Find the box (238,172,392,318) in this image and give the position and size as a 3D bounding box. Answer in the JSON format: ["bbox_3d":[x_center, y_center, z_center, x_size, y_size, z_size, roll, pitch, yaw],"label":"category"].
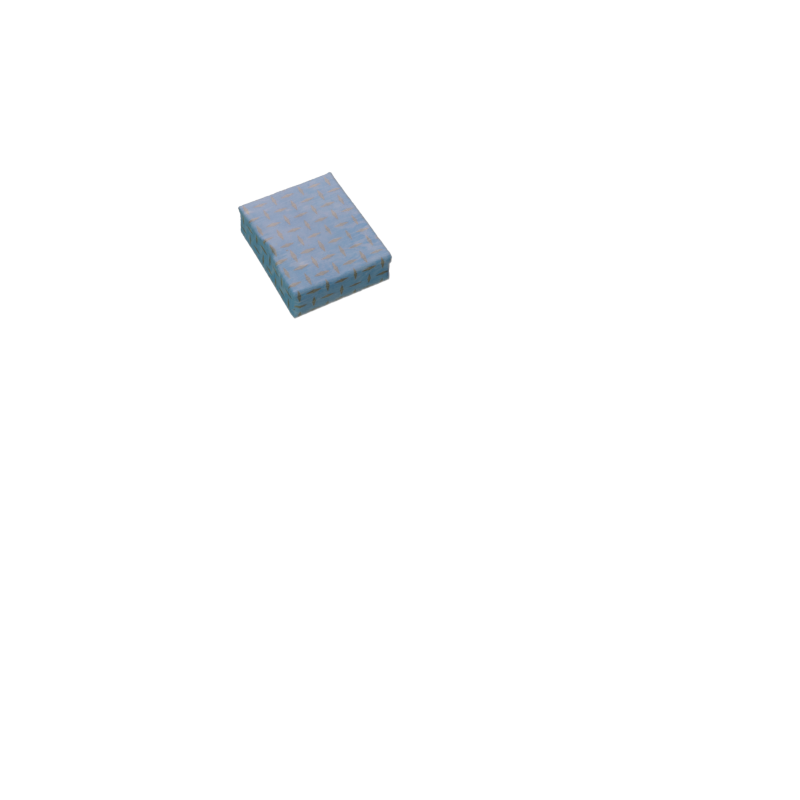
[{"bbox_3d":[-0.059,-0.107,0.751,0.073,0.096,0.028,-23,-33,-16],"label":"box"}]
